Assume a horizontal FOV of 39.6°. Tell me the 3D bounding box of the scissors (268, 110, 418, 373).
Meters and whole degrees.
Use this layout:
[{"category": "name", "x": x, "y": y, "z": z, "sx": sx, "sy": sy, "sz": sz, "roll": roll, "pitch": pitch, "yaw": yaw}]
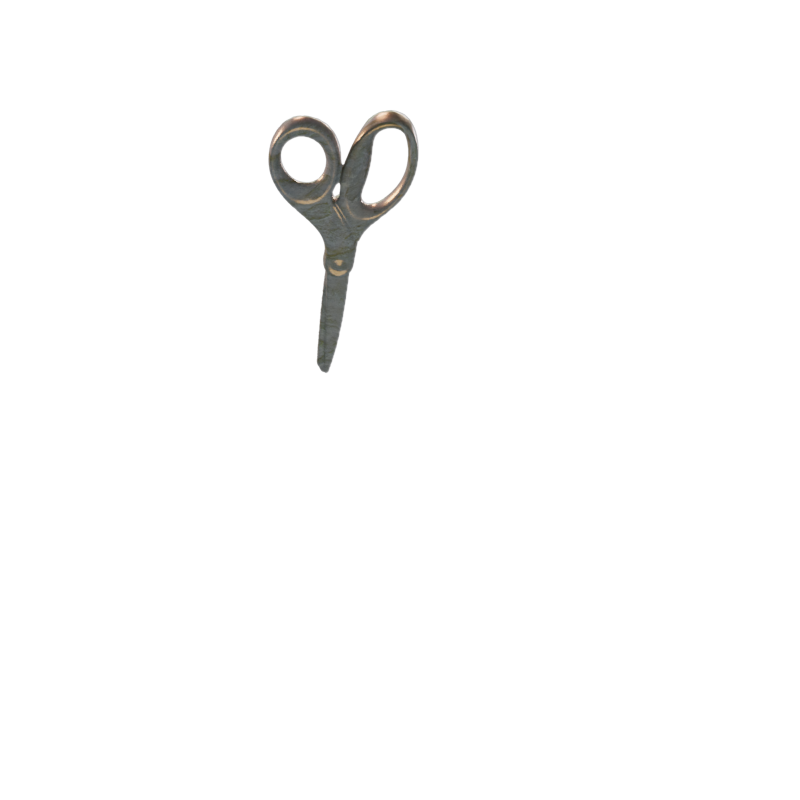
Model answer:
[{"category": "scissors", "x": -0.054, "y": -0.098, "z": 0.686, "sx": 0.094, "sy": 0.193, "sz": 0.017, "roll": 18, "pitch": 37, "yaw": -15}]
